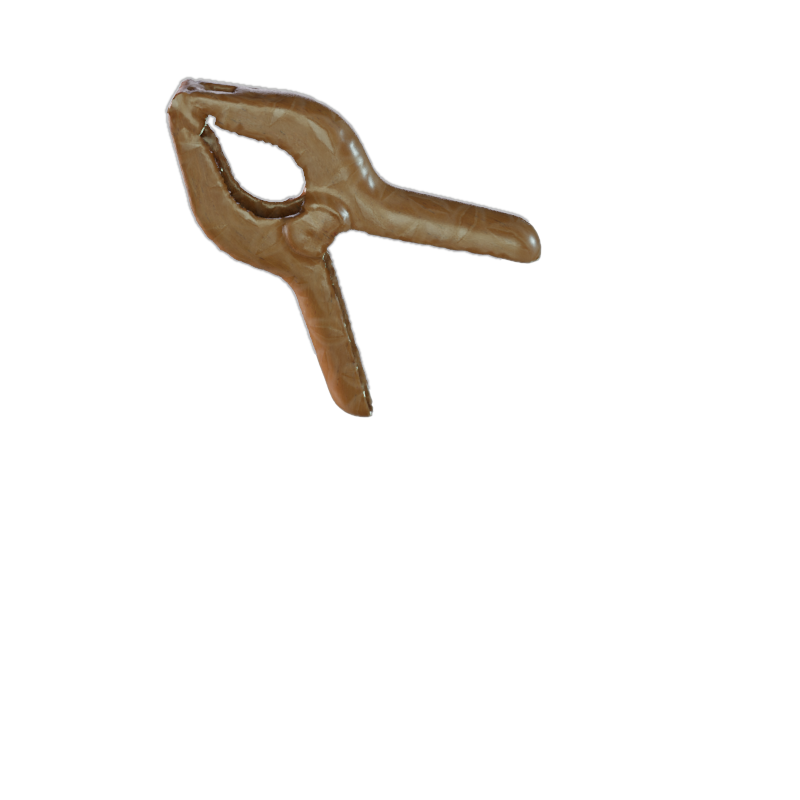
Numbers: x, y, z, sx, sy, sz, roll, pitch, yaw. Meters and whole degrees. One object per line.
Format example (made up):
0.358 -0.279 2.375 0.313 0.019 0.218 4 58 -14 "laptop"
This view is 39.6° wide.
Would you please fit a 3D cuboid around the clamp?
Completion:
-0.038 -0.070 0.488 0.168 0.118 0.041 33 12 -8 "clamp"
